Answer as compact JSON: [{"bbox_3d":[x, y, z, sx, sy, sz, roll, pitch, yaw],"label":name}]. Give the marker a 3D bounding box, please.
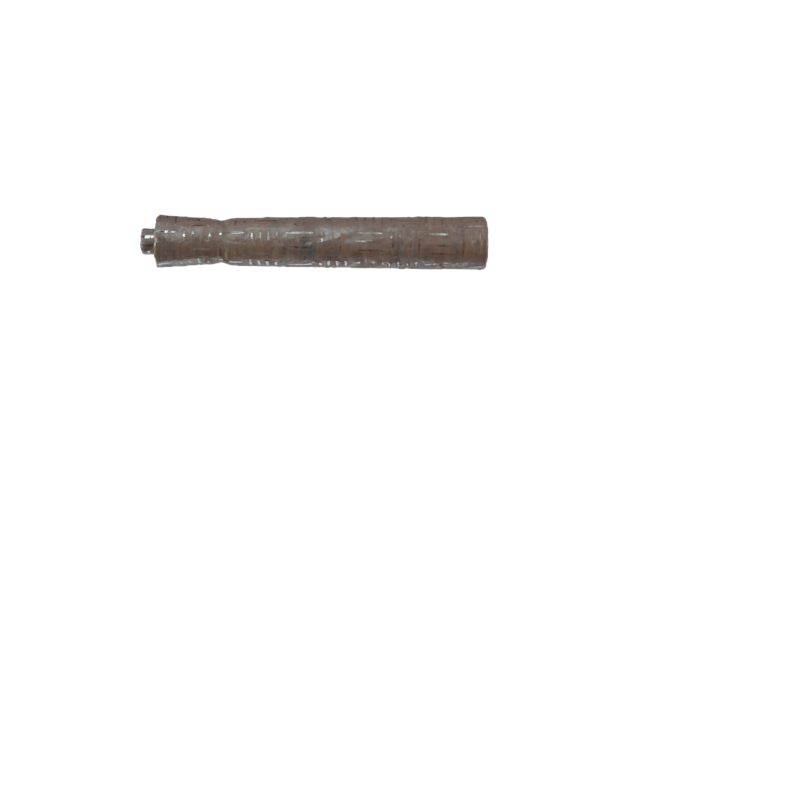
[{"bbox_3d":[-0.031,-0.056,0.390,0.121,0.020,0.020,1,4,1],"label":"marker"}]
